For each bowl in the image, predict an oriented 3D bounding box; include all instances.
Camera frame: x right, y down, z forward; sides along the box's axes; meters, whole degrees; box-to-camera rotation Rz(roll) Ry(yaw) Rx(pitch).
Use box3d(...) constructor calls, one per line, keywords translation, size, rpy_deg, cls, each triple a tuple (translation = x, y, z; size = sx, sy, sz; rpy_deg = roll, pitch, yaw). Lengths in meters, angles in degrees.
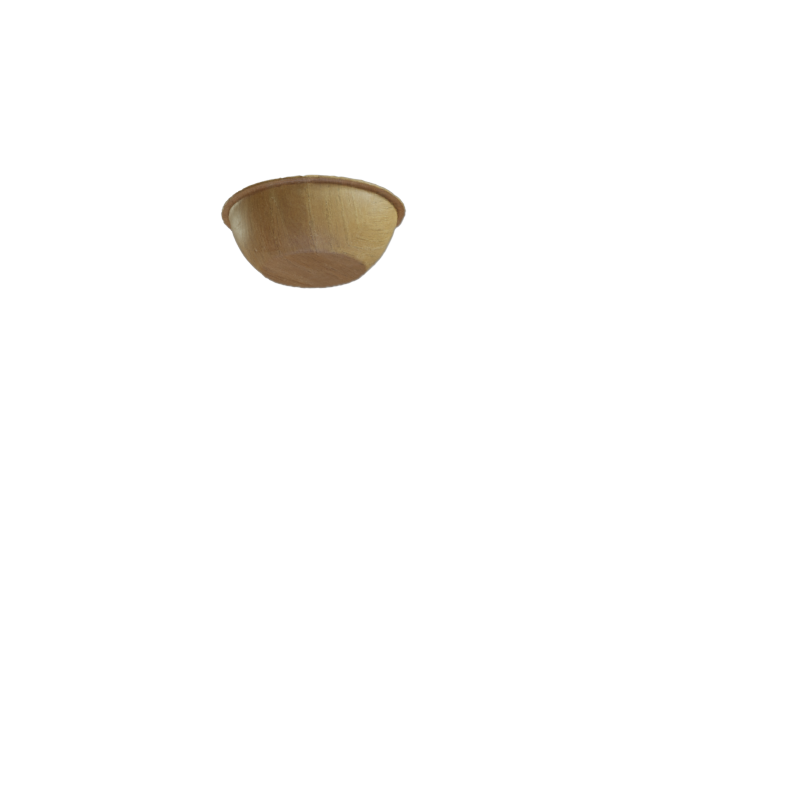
box3d(translation=(-0.075, -0.137, 0.962), size=(0.162, 0.057, 0.155), rpy_deg=(0, -15, -2), cls="bowl")
